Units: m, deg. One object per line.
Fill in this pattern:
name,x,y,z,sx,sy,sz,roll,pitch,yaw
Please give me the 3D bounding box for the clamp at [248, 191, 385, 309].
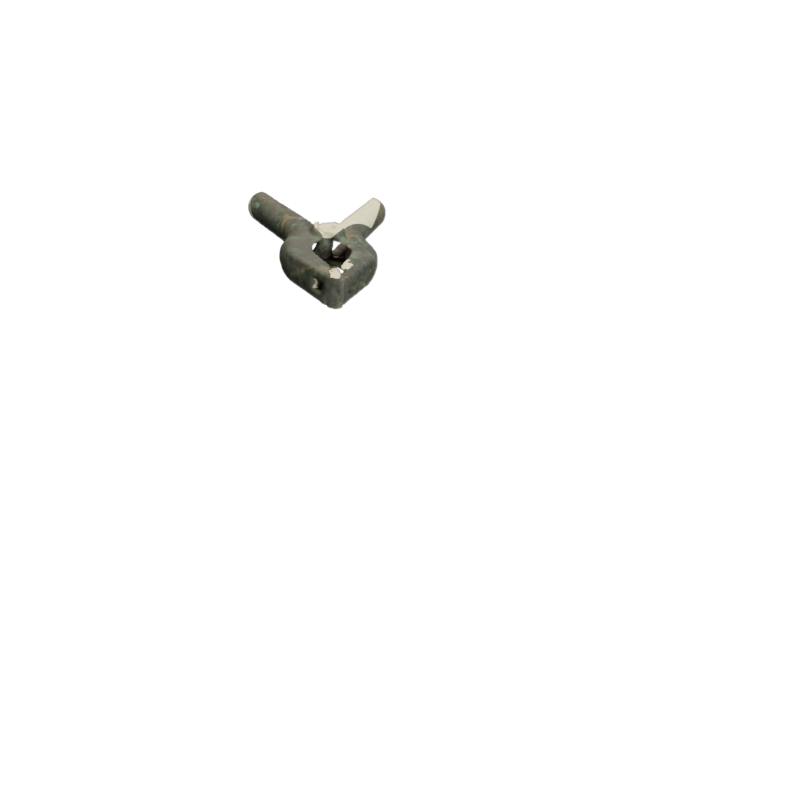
clamp,-0.072,-0.131,0.917,0.120,0.037,0.181,0,30,0
